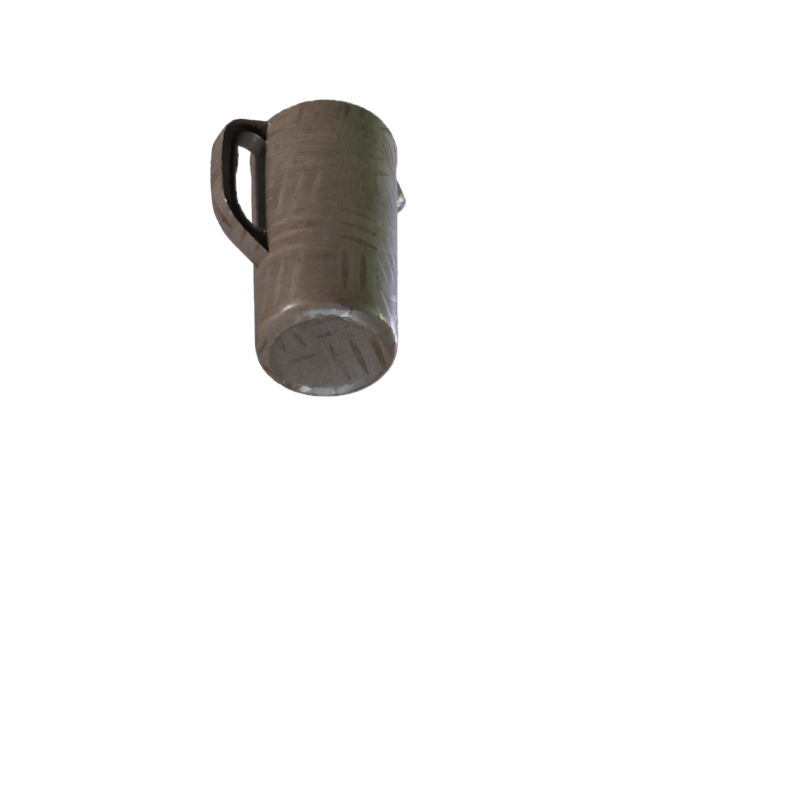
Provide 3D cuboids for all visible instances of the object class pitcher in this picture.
[{"bbox_3d":[-0.071,-0.130,0.910,0.150,0.261,0.134,-9,-44,7],"label":"pitcher"}]
